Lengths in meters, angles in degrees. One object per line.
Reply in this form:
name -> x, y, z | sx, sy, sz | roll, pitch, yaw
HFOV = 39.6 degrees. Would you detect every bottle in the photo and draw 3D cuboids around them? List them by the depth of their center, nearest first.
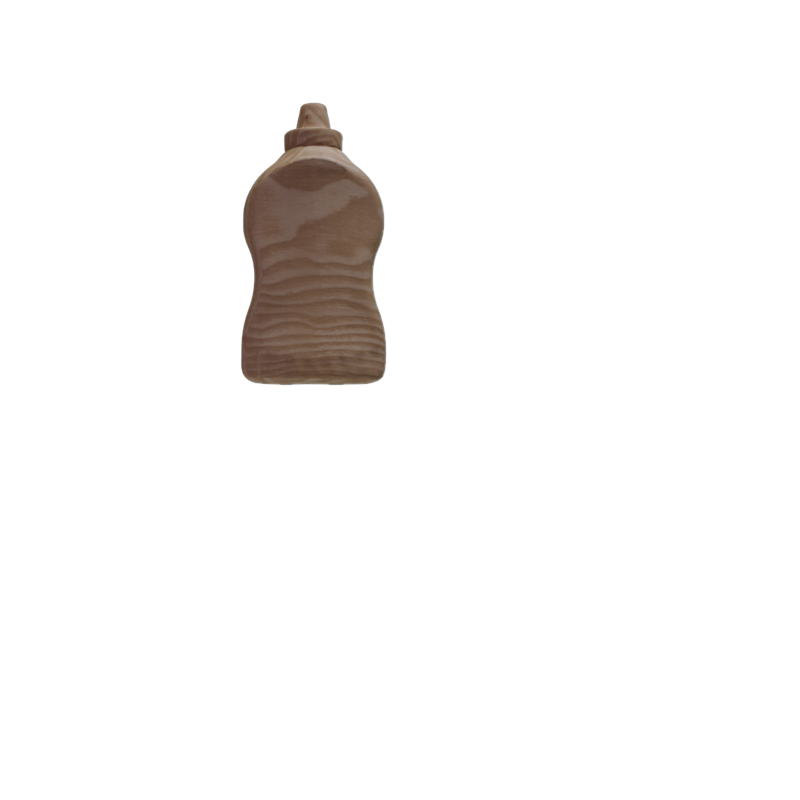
bottle -> -0.059, -0.107, 0.753 | 0.096, 0.196, 0.057 | 0, -8, -2
